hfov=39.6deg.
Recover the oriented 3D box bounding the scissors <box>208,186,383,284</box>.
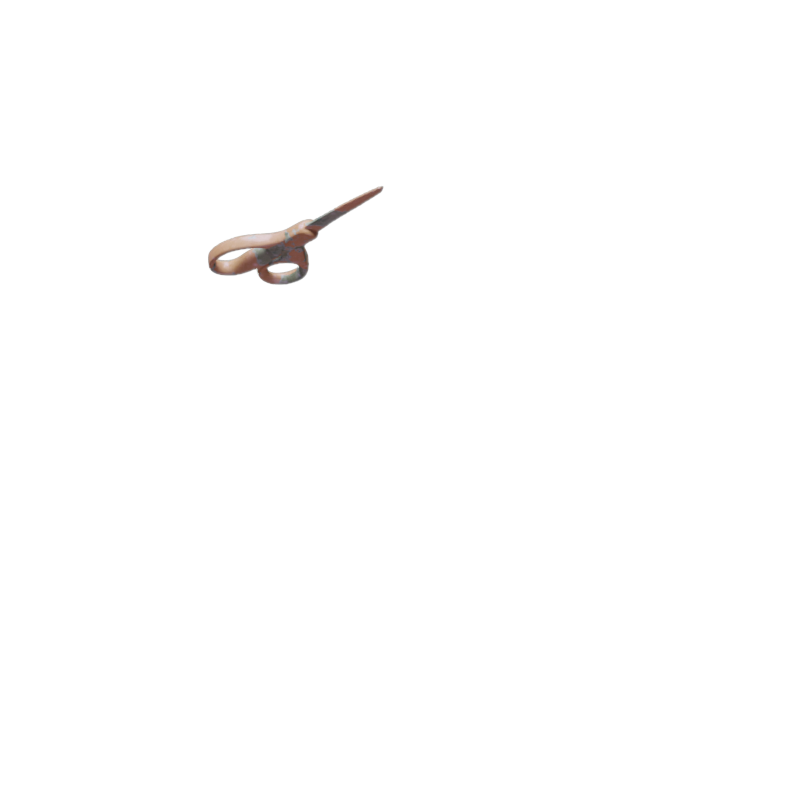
[{"bbox_3d":[-0.073,-0.133,0.933,0.205,0.017,0.090,-12,-22,33],"label":"scissors"}]
